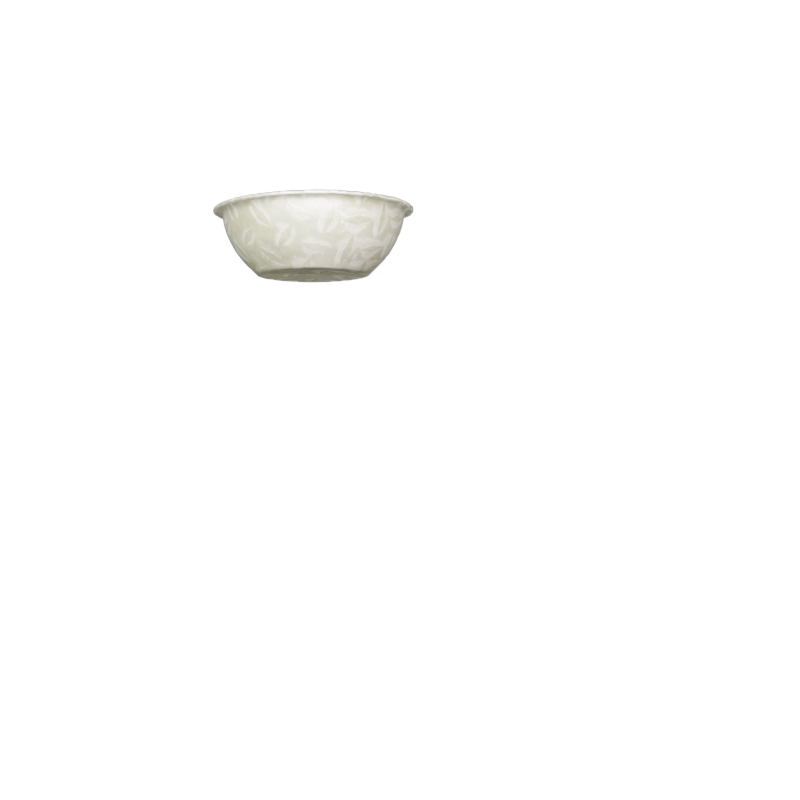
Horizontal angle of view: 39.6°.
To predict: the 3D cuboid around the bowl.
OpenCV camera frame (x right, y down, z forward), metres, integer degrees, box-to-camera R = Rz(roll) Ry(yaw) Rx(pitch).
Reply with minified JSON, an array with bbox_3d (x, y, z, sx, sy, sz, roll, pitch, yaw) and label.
[{"bbox_3d":[-0.070,-0.127,0.892,0.162,0.056,0.160,0,-2,-2],"label":"bowl"}]
